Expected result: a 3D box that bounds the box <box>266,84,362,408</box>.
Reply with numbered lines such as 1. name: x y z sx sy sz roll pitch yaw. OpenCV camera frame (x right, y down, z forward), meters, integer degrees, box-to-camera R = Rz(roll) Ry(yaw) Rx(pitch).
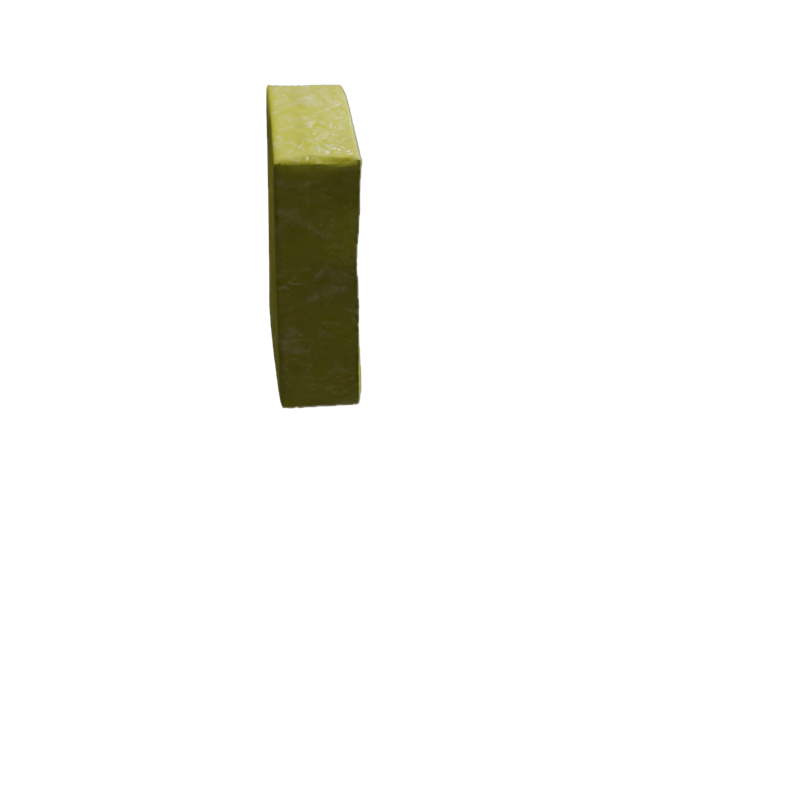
1. box: -0.070 -0.128 0.893 0.071 0.201 0.176 -2 31 -7
